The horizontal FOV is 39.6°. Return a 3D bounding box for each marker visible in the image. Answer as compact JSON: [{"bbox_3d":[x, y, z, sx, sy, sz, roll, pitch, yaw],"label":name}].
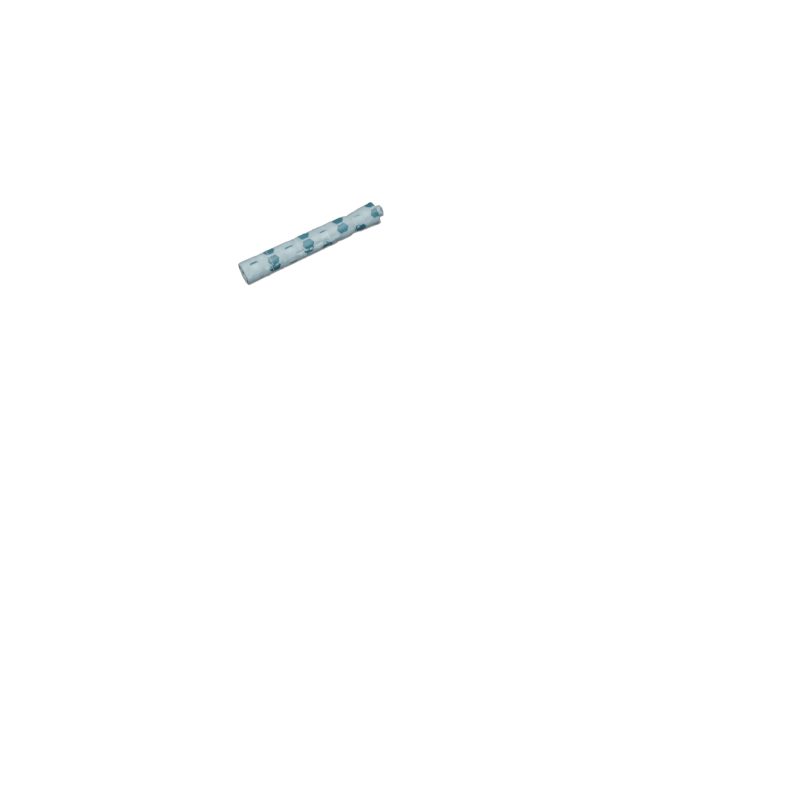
[{"bbox_3d":[-0.067,-0.123,0.858,0.121,0.019,0.020,-27,10,-12],"label":"marker"}]
